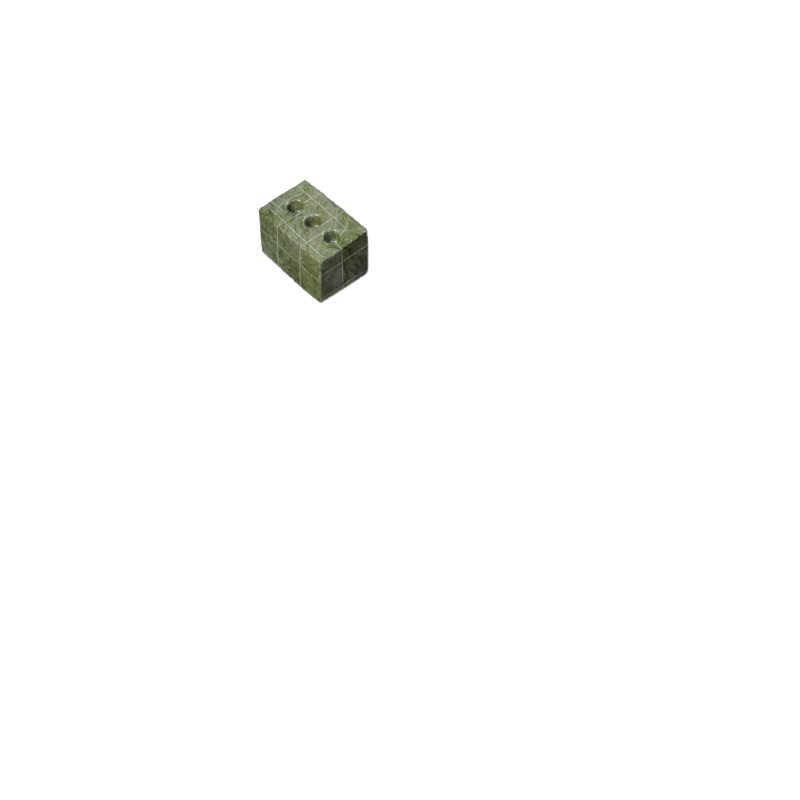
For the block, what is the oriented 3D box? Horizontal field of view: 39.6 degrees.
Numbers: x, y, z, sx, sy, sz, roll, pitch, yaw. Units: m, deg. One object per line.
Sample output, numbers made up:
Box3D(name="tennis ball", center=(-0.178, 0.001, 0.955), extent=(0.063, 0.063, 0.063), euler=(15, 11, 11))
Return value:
Box3D(name="block", center=(-0.070, -0.128, 0.893), extent=(0.053, 0.048, 0.083), euler=(-35, 60, -26))
